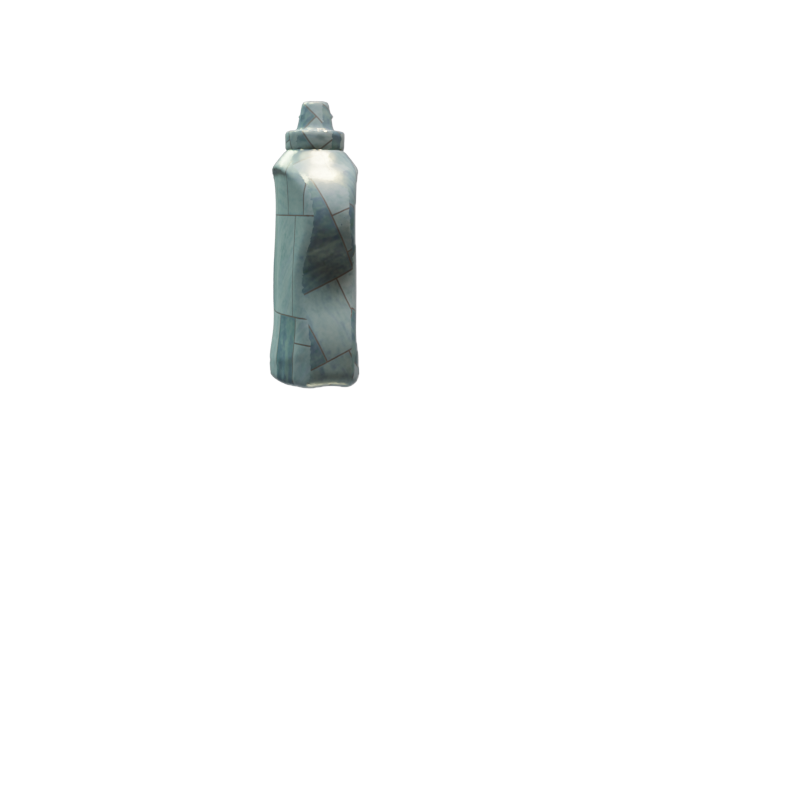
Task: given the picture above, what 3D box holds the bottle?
[{"bbox_3d":[-0.059,-0.109,0.763,0.057,0.191,0.098,0,3,-16],"label":"bottle"}]
